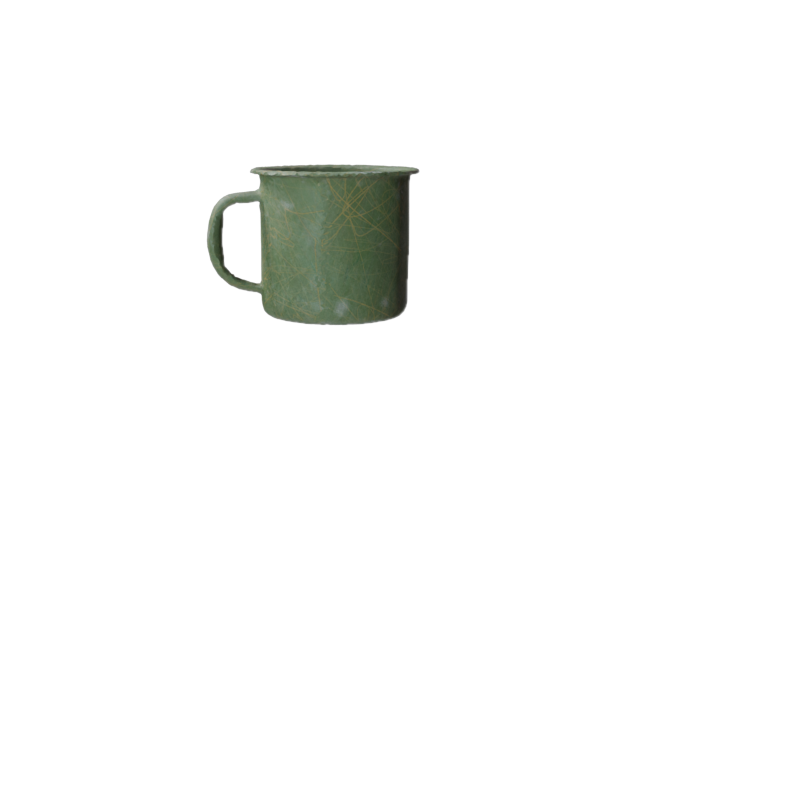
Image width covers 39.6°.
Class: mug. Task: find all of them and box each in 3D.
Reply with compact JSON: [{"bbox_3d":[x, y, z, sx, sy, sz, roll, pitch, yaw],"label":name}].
[{"bbox_3d":[-0.048,-0.087,0.613,0.116,0.080,0.097,-2,11,-11],"label":"mug"}]
